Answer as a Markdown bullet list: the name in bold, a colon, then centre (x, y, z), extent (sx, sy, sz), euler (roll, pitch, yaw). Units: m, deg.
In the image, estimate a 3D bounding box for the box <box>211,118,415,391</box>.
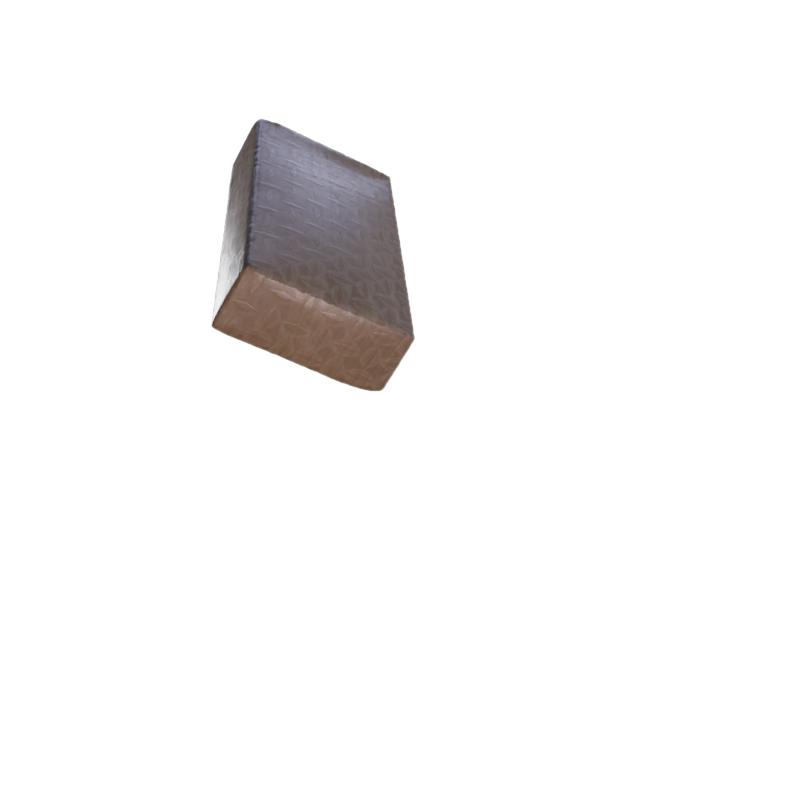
- **box**: centre (-0.047, -0.086, 0.599), extent (0.090, 0.046, 0.189), euler (21, 33, -18)
